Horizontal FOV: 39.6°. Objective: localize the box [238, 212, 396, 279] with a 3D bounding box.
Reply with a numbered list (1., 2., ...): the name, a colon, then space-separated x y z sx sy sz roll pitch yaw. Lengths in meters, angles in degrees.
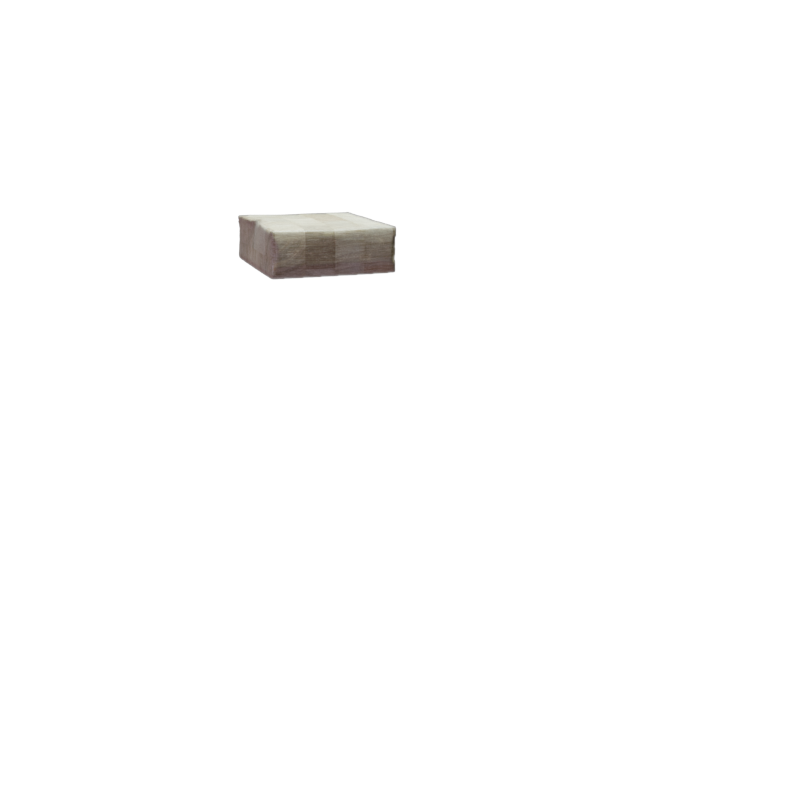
1. box: -0.051 -0.093 0.653 0.072 0.029 0.093 -5 15 -18
